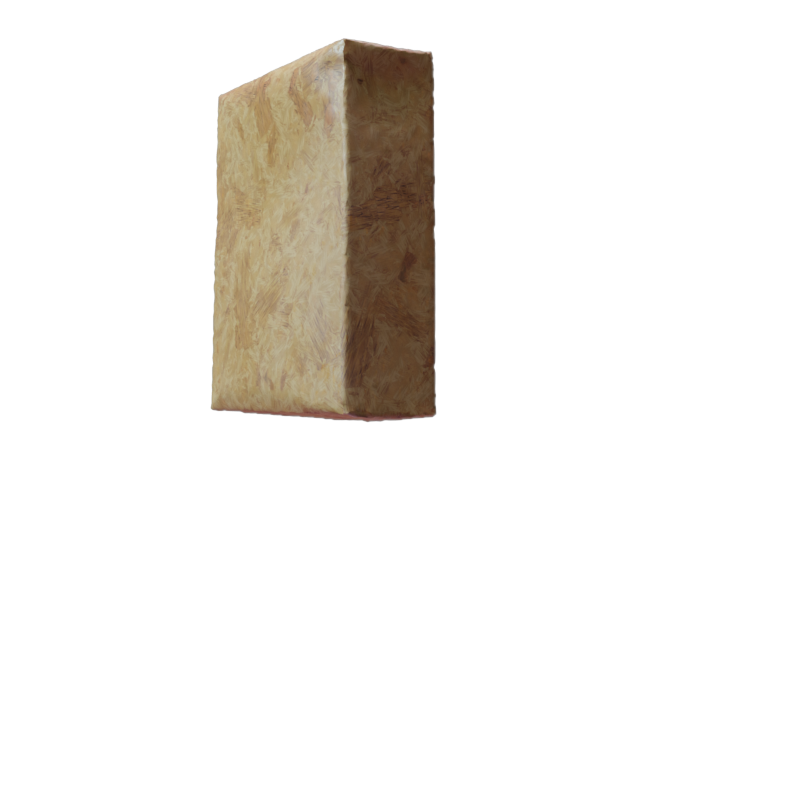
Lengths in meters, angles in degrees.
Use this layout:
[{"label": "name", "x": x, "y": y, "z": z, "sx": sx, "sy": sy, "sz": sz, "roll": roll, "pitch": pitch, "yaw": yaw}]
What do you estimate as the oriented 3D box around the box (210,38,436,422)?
[{"label": "box", "x": -0.054, "y": -0.098, "z": 0.684, "sx": 0.069, "sy": 0.217, "sz": 0.169, "roll": 3, "pitch": -5, "yaw": -34}]
